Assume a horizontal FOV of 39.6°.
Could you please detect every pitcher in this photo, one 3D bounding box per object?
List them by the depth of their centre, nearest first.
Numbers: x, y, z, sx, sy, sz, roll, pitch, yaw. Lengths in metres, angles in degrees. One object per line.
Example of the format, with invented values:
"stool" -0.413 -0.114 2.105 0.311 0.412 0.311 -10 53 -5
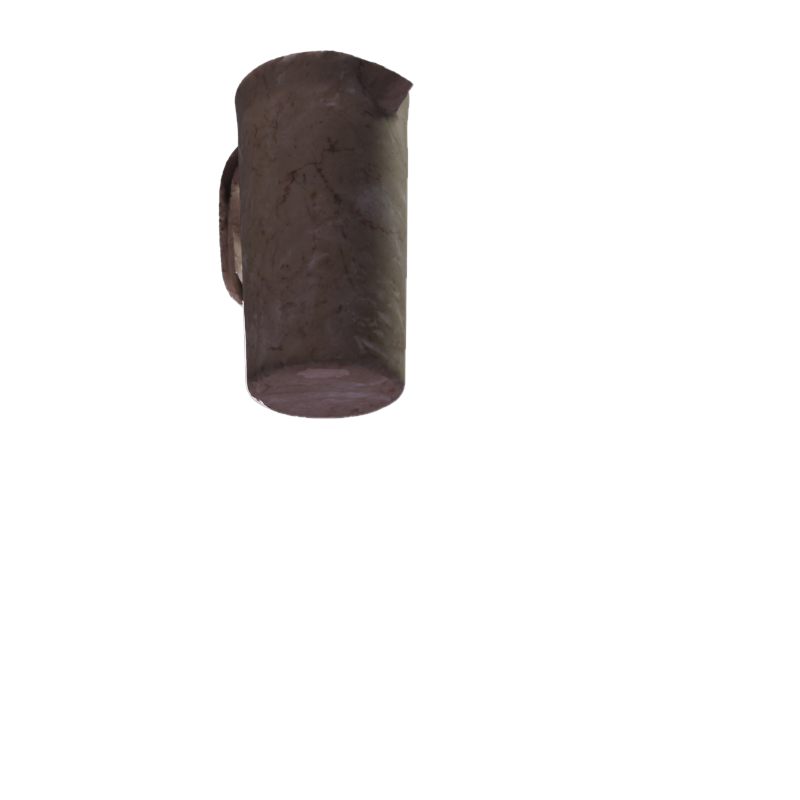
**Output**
"pitcher" -0.063 -0.114 0.800 0.144 0.256 0.142 0 -23 -5
